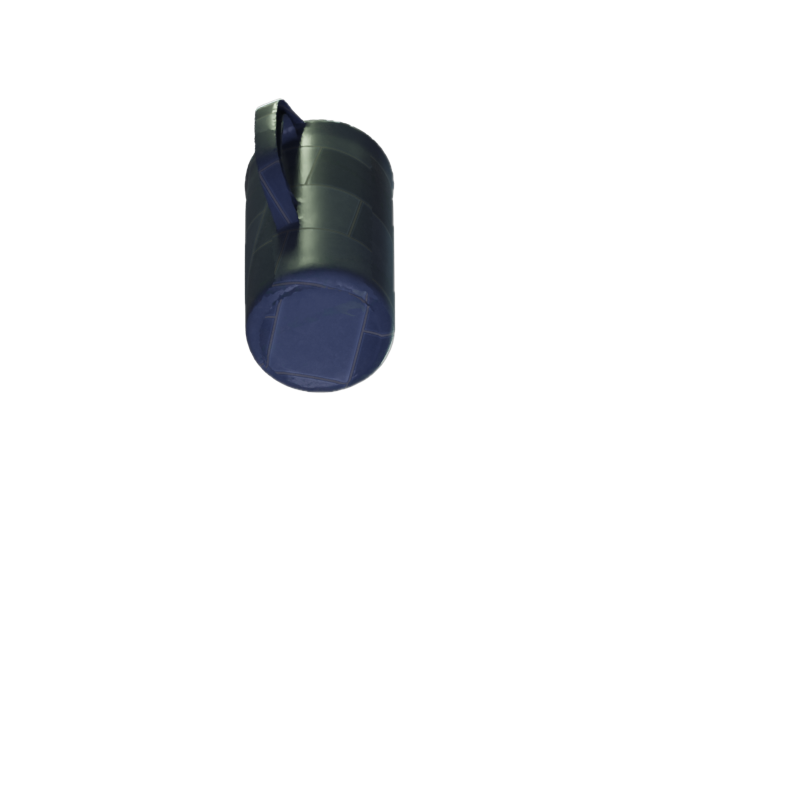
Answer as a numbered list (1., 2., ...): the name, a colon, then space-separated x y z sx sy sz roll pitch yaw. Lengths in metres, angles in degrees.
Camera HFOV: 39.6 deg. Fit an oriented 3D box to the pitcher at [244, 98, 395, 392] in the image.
1. pitcher: -0.069 -0.126 0.886 0.145 0.139 0.259 18 32 -15
